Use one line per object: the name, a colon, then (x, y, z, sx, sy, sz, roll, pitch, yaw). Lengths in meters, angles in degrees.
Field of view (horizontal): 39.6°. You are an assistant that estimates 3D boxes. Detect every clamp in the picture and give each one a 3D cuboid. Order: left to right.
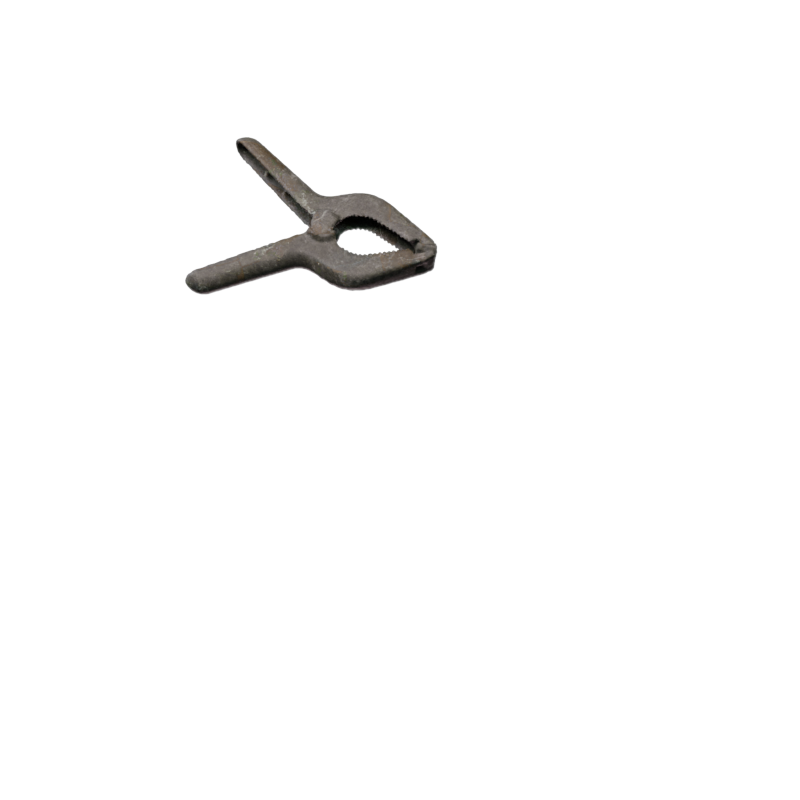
clamp: (-0.076, -0.138, 0.966, 0.214, 0.171, 0.034, 18, -28, 10)
